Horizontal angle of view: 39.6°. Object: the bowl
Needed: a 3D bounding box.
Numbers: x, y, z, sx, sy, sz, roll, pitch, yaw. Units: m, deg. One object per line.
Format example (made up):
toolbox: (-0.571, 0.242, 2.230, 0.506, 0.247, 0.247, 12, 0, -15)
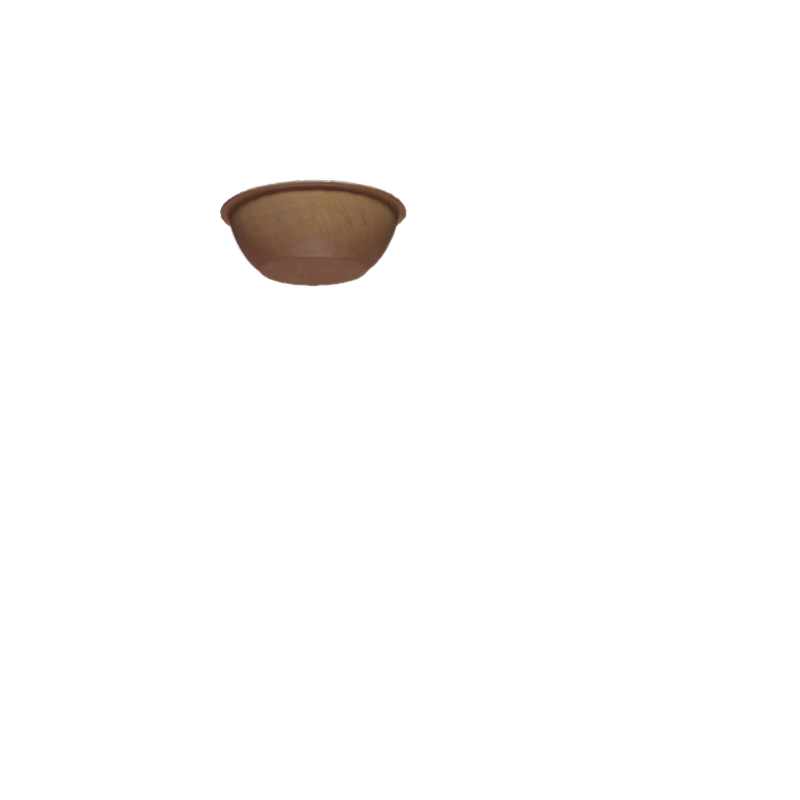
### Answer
bowl: (-0.075, -0.136, 0.954, 0.162, 0.057, 0.157, 0, -11, -2)
